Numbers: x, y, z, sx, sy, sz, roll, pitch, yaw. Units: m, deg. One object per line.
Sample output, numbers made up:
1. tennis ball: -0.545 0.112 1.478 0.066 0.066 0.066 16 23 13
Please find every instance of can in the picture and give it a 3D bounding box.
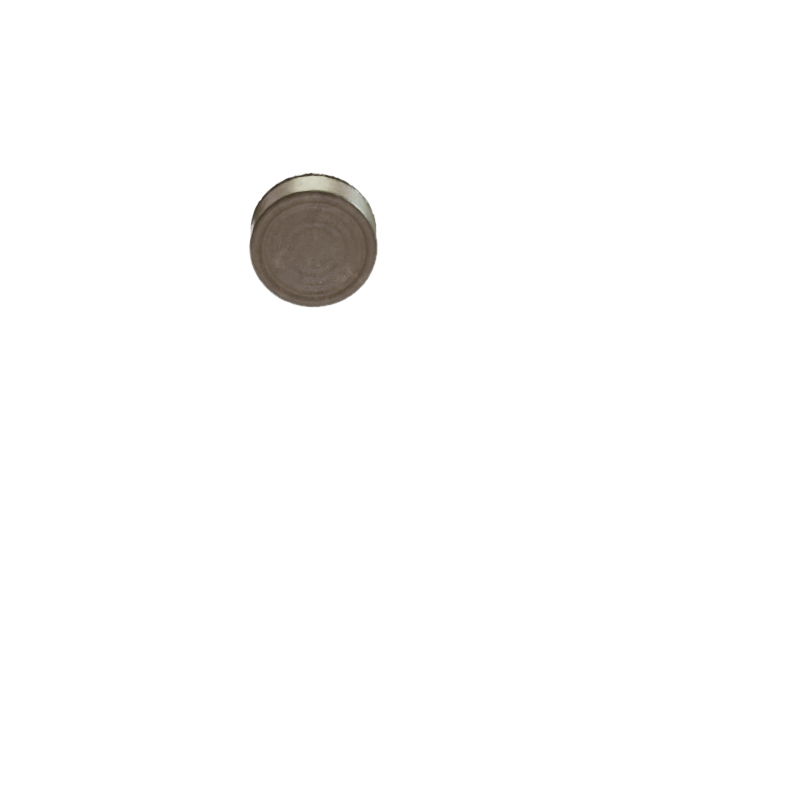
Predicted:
1. can: -0.058 -0.105 0.739 0.086 0.081 0.035 1 27 -1
